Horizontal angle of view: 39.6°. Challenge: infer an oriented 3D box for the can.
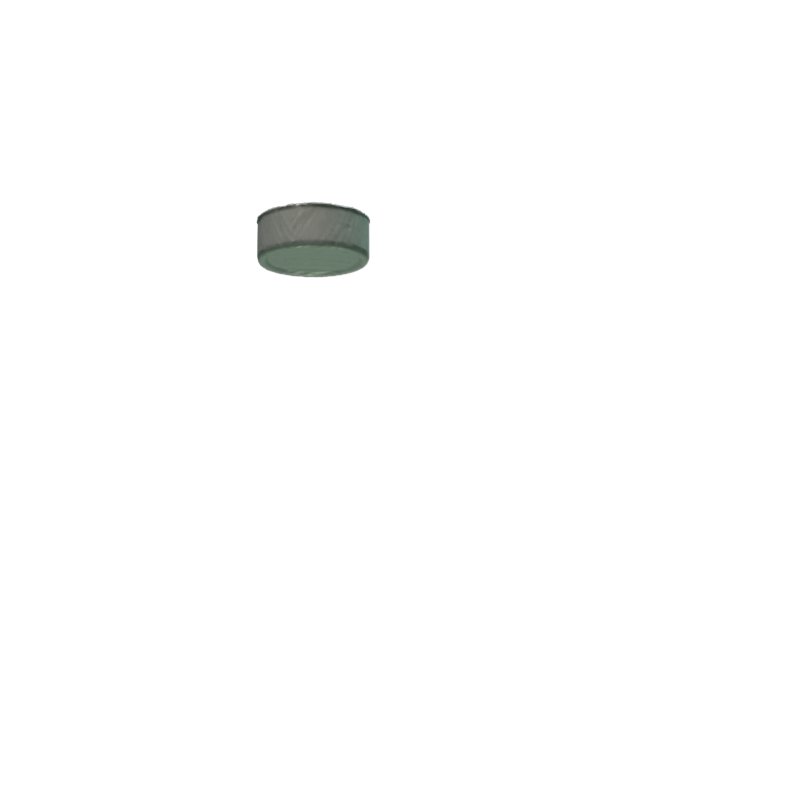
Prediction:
[{"bbox_3d":[-0.065,-0.119,0.834,0.086,0.035,0.083,0,-11,-2],"label":"can"}]
